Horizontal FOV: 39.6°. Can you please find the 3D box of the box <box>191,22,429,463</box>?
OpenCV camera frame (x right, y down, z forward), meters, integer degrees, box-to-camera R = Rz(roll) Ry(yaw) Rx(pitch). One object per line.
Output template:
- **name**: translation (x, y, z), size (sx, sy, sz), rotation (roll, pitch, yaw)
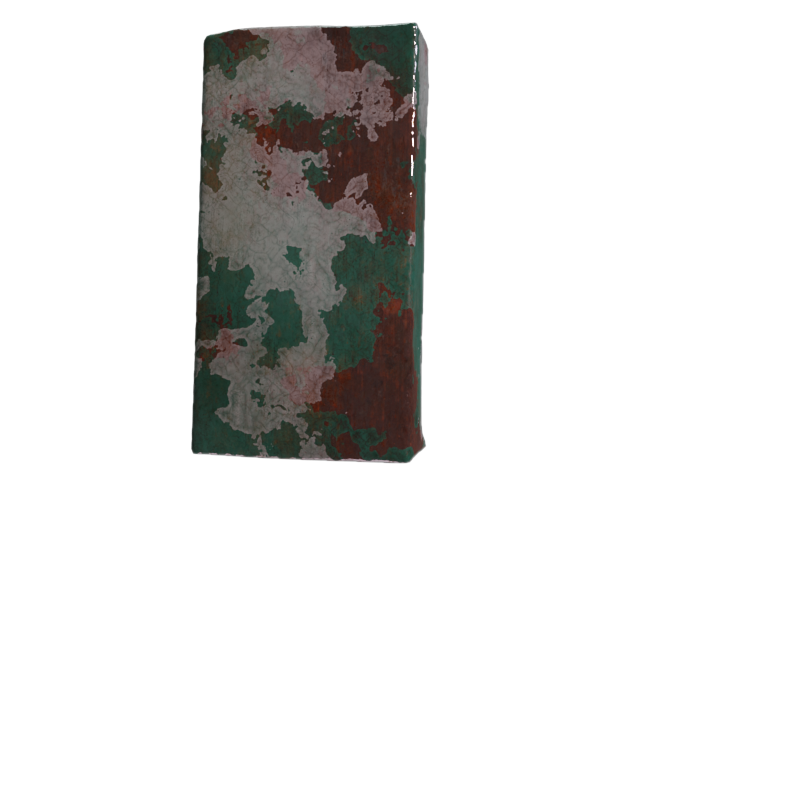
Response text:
- **box**: translation (-0.036, -0.066, 0.463), size (0.095, 0.177, 0.047), rotation (0, -2, 11)
